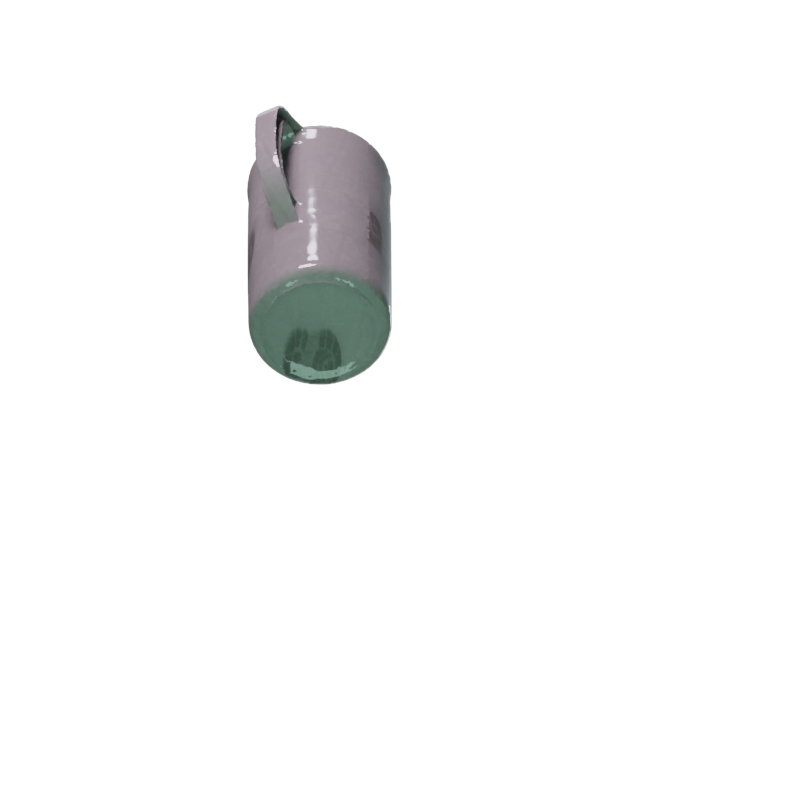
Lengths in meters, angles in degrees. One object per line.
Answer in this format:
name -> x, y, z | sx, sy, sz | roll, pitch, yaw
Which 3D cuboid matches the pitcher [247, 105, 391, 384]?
pitcher -> -0.072, -0.132, 0.923 | 0.146, 0.139, 0.259 | 17, 31, -14
